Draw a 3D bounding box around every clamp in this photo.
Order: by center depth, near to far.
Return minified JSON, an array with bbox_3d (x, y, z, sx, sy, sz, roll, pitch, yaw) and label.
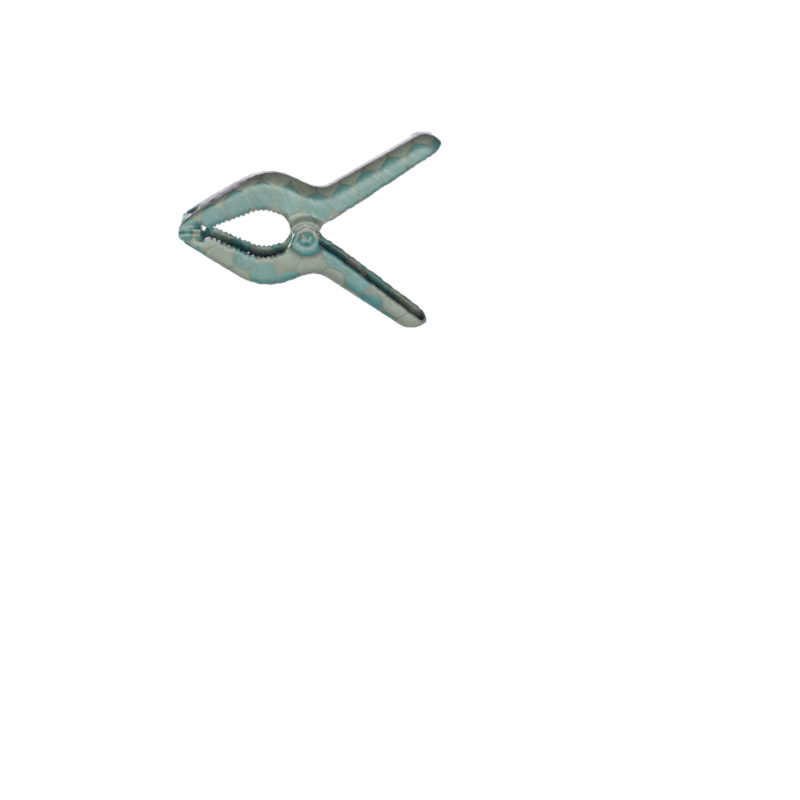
[{"bbox_3d":[-0.069,-0.126,0.886,0.210,0.156,0.038,-4,24,2],"label":"clamp"}]
